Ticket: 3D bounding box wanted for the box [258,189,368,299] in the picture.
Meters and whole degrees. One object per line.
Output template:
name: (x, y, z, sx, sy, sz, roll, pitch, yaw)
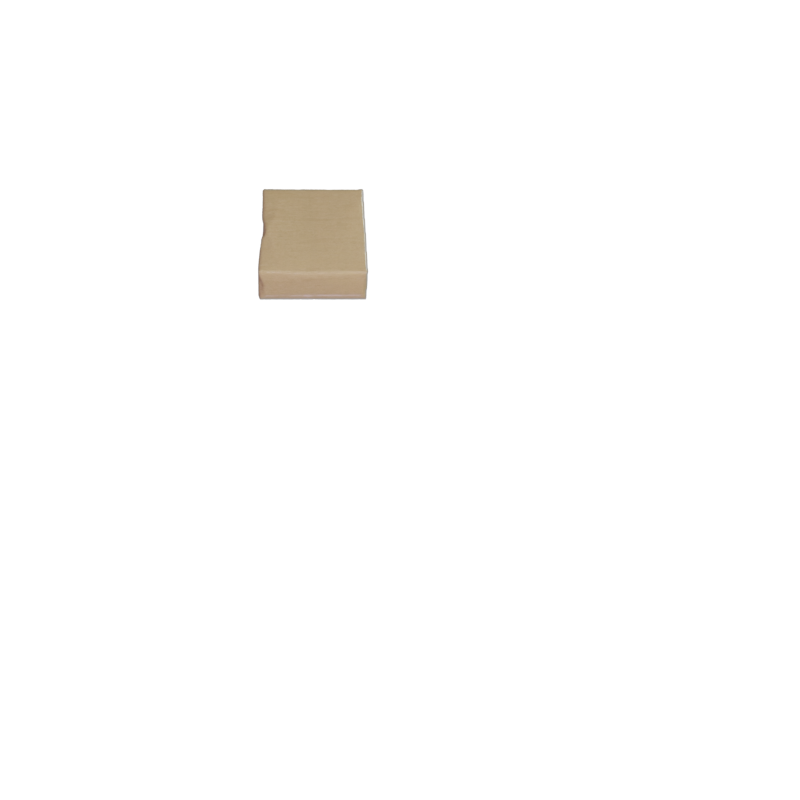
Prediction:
box: (-0.060, -0.110, 0.768, 0.073, 0.096, 0.028, -1, -43, -1)
